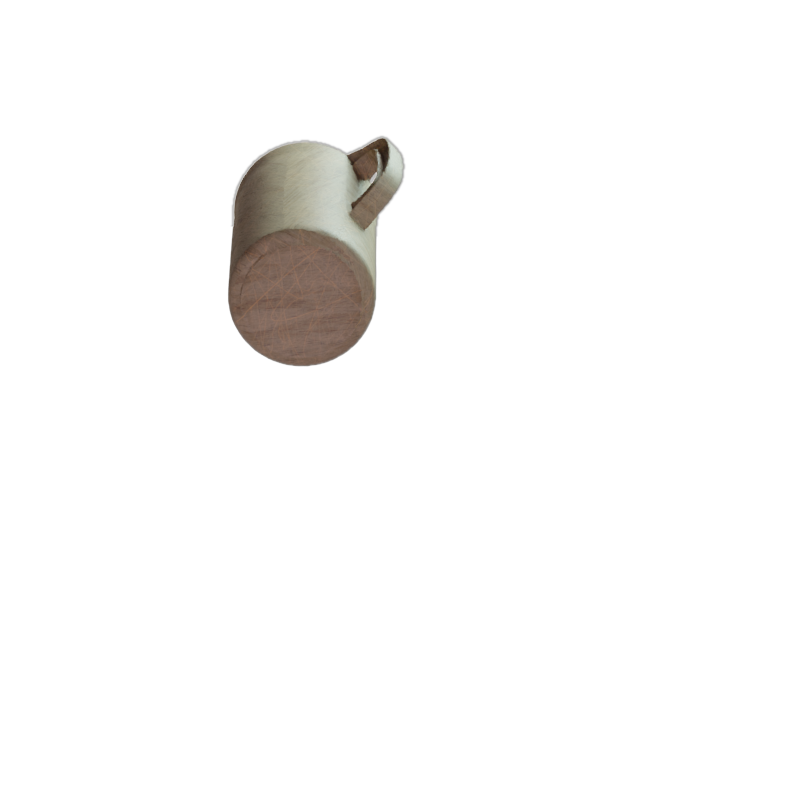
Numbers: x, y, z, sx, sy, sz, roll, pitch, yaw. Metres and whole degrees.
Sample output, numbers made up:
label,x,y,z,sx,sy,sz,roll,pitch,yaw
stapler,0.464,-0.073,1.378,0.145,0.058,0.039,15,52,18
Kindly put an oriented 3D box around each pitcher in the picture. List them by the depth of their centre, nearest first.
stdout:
label,x,y,z,sx,sy,sz,roll,pitch,yaw
pitcher,-0.071,-0.129,0.906,0.144,0.143,0.255,3,23,-5
